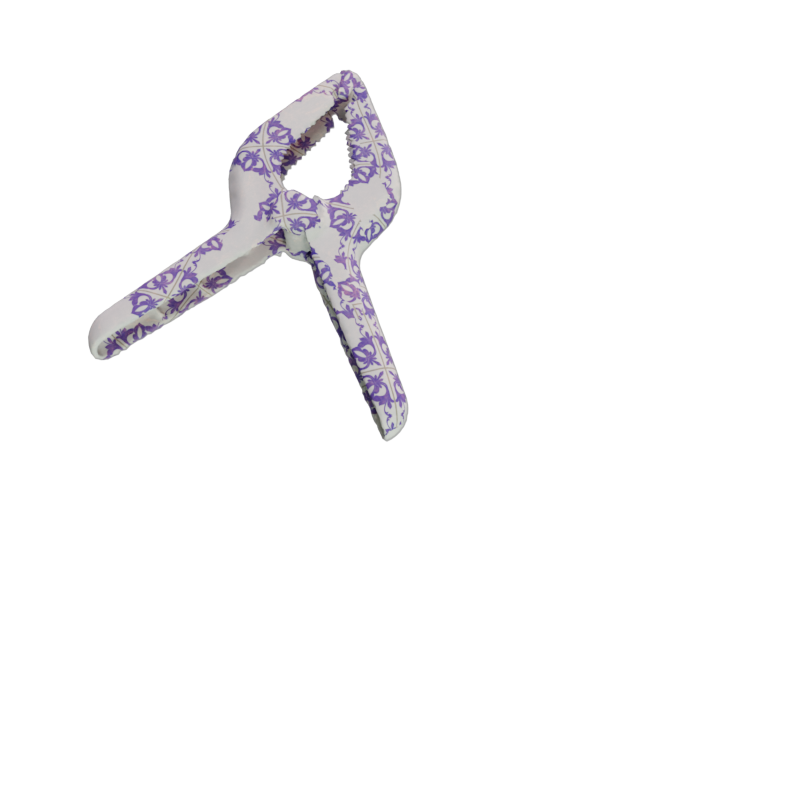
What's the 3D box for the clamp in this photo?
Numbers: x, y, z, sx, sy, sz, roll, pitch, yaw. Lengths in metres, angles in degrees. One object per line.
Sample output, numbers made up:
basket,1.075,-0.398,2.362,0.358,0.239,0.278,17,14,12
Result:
clamp,-0.046,-0.084,0.588,0.168,0.218,0.034,20,-26,10
